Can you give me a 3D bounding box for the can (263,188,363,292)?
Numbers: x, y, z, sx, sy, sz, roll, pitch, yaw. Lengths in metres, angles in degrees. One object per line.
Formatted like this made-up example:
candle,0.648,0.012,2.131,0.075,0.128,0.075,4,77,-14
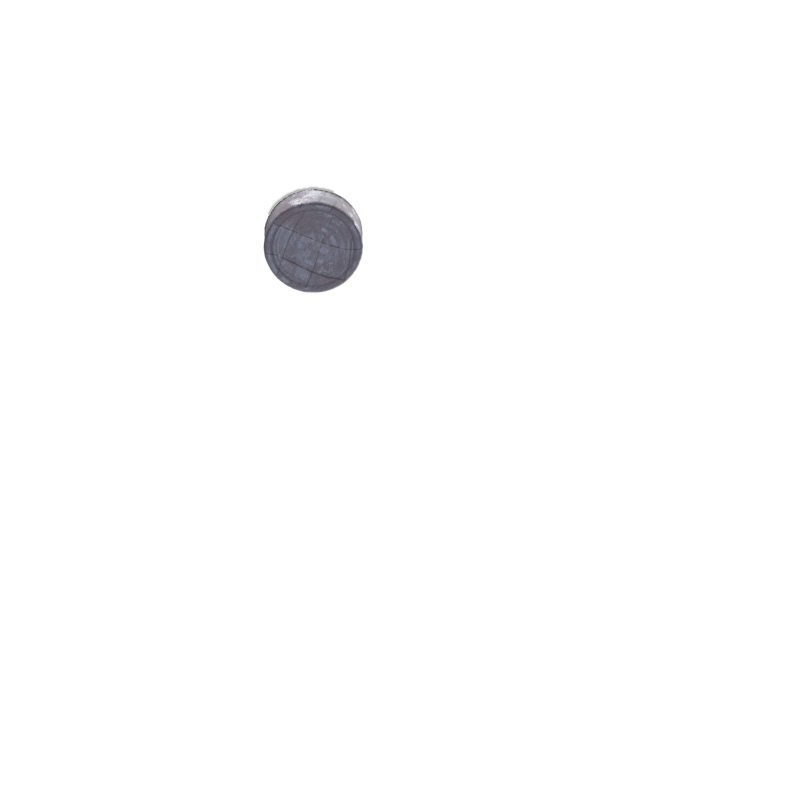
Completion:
can,-0.074,-0.136,0.952,0.086,0.081,0.035,1,26,-1
